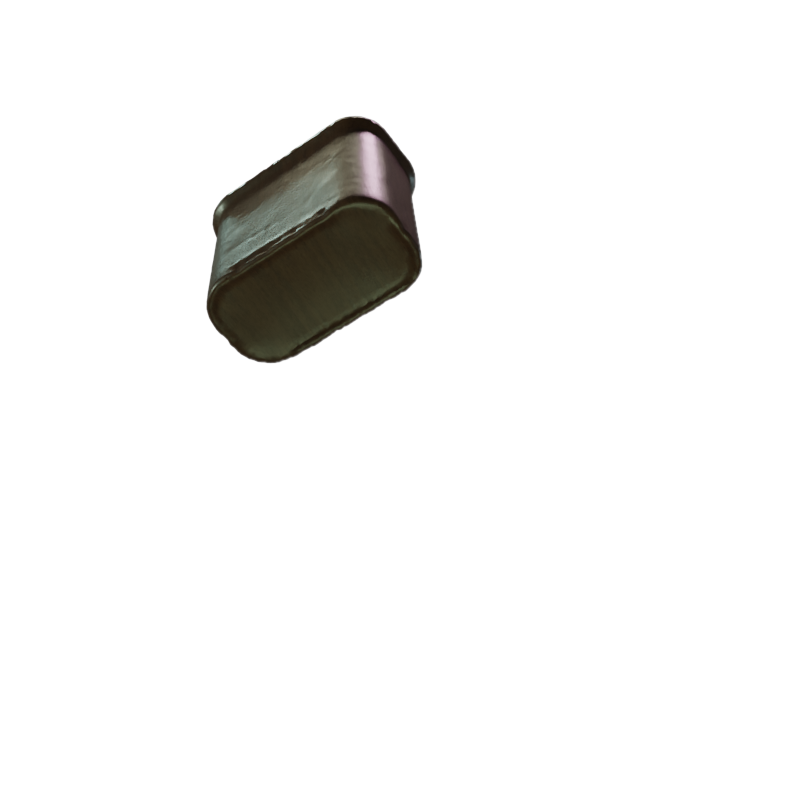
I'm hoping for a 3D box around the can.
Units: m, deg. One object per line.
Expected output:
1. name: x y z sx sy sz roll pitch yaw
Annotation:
1. can: -0.040 -0.073 0.514 0.102 0.054 0.089 -31 30 17
